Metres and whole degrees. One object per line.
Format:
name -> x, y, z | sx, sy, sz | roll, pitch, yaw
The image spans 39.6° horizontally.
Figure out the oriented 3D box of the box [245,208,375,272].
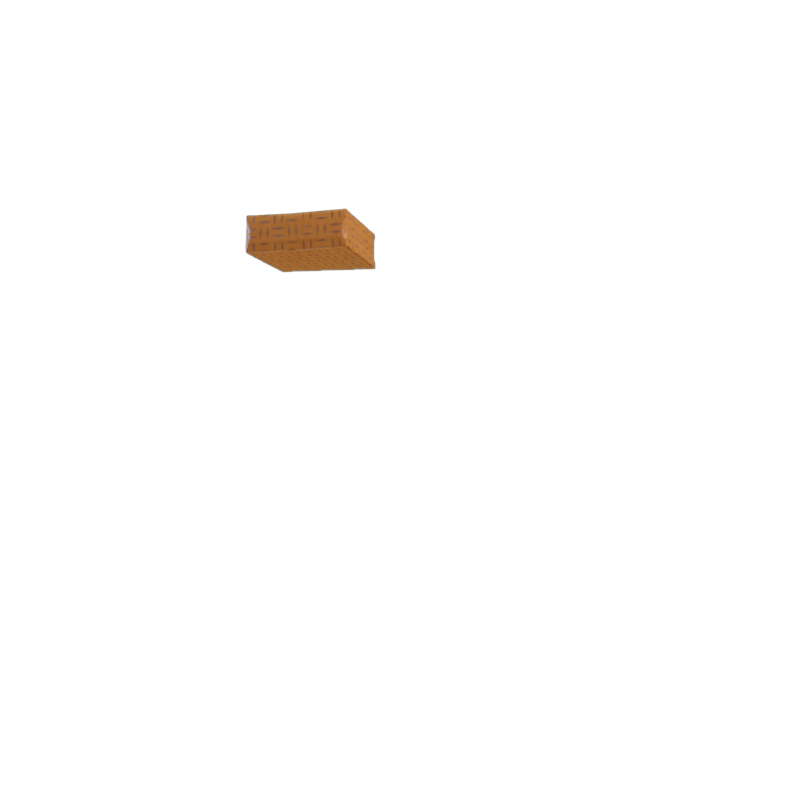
box -> -0.062, -0.114, 0.795 | 0.074, 0.031, 0.086 | -1, -4, 14
